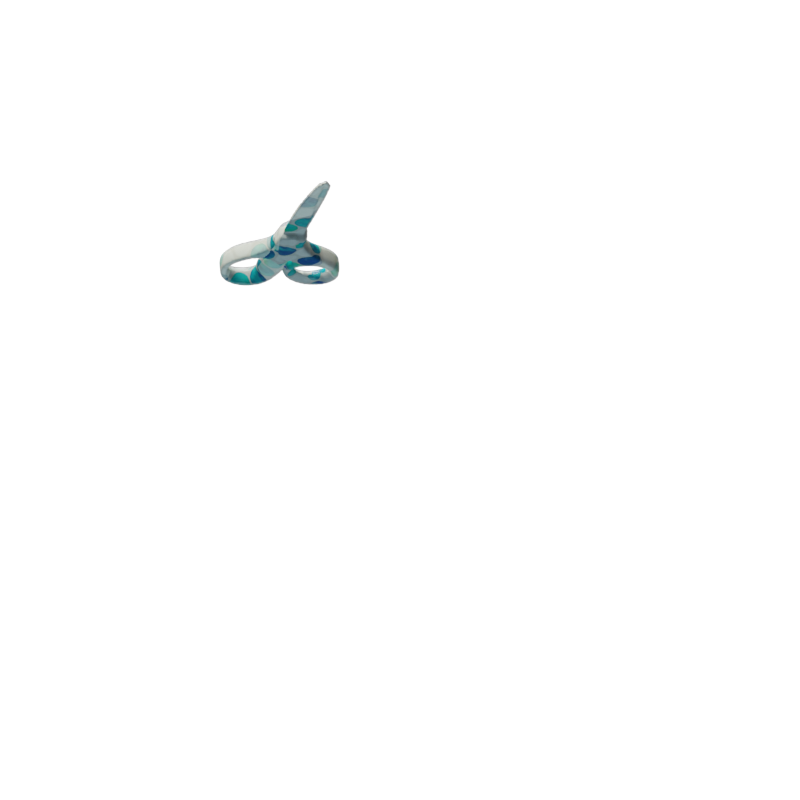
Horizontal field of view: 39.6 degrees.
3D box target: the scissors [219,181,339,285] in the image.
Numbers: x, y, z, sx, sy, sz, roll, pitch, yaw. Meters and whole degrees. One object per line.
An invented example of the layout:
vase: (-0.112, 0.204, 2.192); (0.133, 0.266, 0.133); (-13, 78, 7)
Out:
scissors: (-0.060, -0.109, 0.762); (0.092, 0.016, 0.203); (6, -12, -31)
